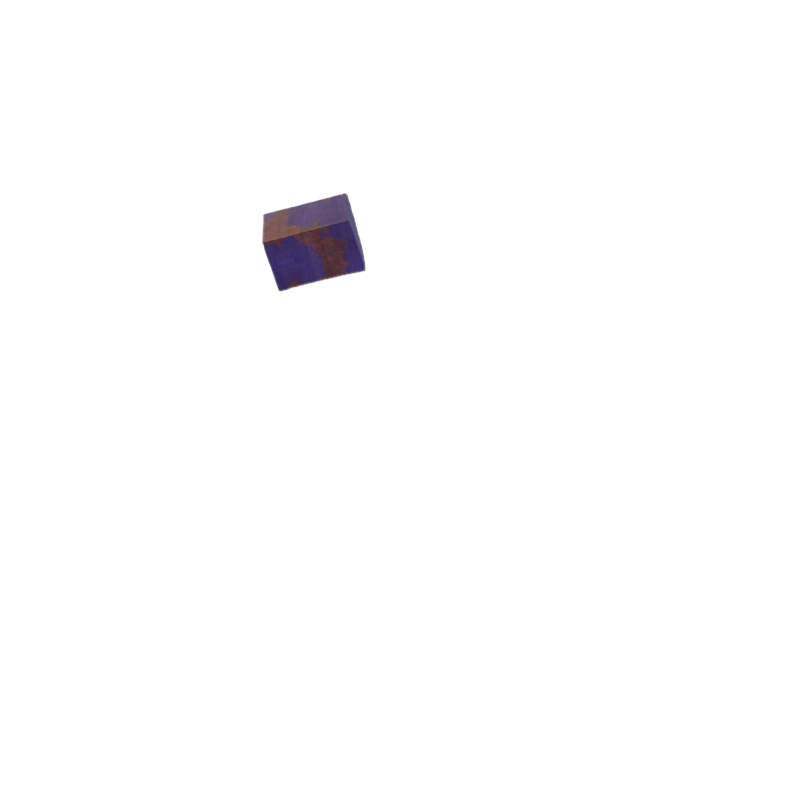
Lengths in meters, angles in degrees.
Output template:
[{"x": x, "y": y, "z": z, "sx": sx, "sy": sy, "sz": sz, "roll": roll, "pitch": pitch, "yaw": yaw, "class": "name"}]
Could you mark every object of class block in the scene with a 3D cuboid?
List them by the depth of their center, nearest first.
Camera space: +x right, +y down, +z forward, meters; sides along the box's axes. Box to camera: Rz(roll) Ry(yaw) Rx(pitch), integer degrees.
[{"x": -0.074, "y": -0.135, "z": 0.946, "sx": 0.078, "sy": 0.049, "sz": 0.055, "roll": -12, "pitch": 34, "yaw": 7, "class": "block"}]
